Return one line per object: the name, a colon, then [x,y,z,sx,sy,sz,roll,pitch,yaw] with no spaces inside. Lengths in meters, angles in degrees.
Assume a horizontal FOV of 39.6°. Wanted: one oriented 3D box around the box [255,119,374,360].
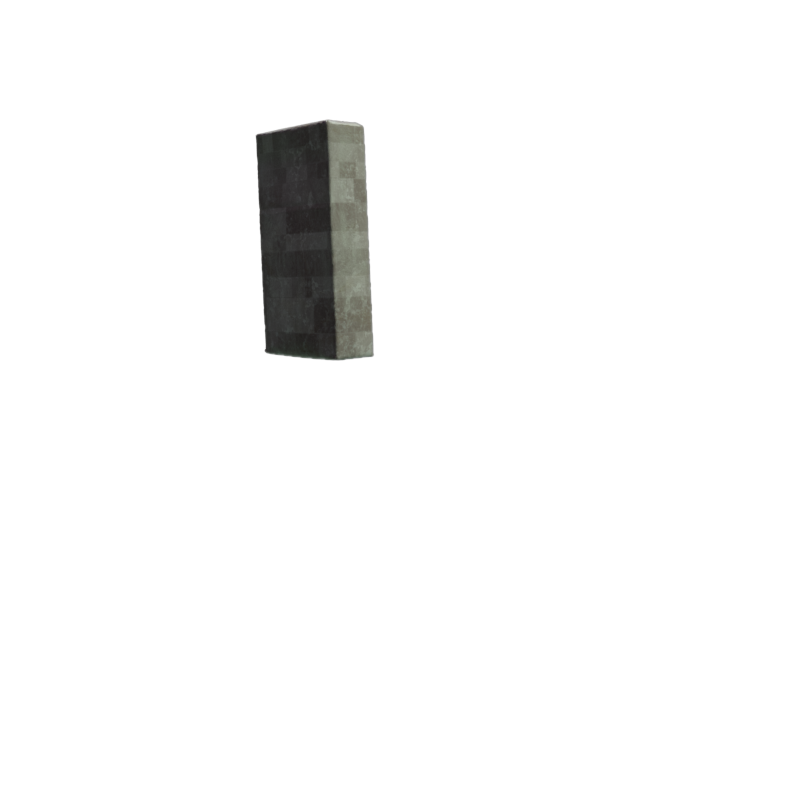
box: [-0.066,-0.121,0.849,0.046,0.177,0.097,1,-1,-40]
